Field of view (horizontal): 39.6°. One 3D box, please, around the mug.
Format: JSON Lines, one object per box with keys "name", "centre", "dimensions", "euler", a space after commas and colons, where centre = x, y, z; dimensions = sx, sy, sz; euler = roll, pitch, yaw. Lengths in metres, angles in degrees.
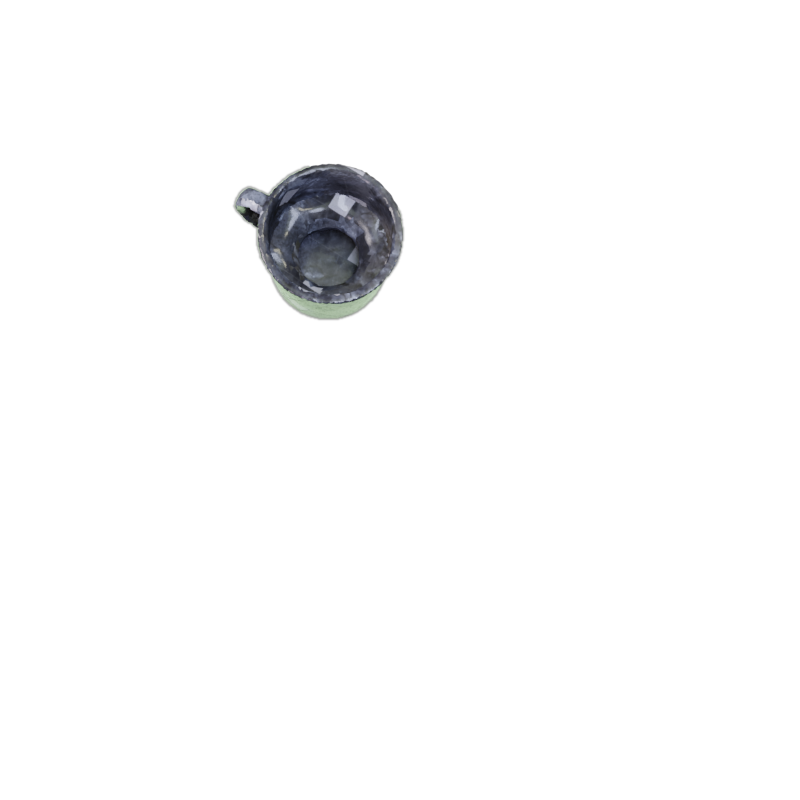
{"name": "mug", "centre": [-0.058, -0.106, 0.741], "dimensions": [0.119, 0.095, 0.079], "euler": [26, -12, 5]}
